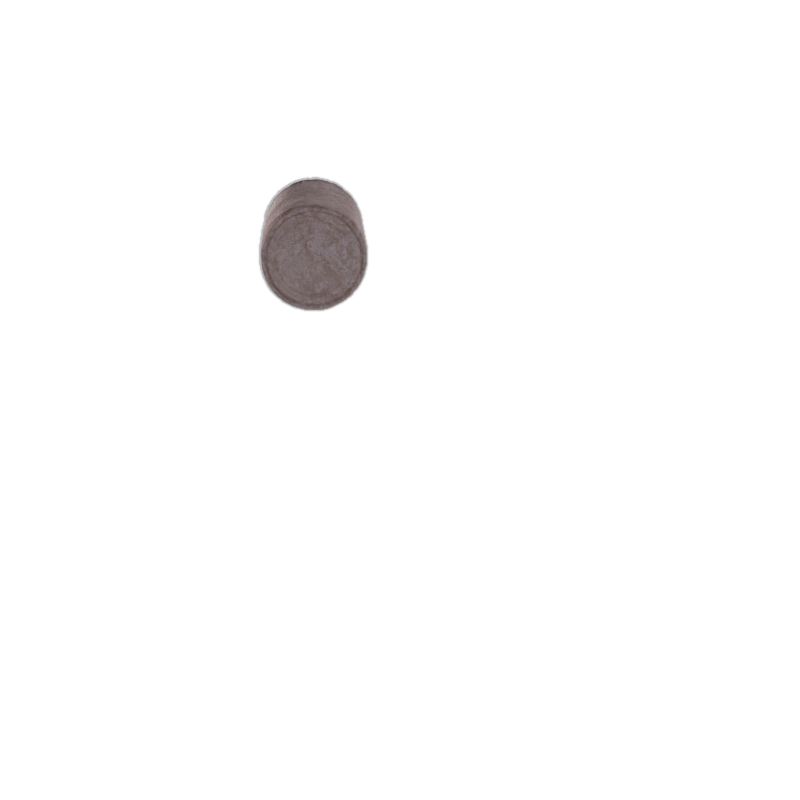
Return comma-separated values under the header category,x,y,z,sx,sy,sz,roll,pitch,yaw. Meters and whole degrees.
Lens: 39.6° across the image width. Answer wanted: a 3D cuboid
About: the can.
category,x,y,z,sx,sy,sz,roll,pitch,yaw
can,-0.056,-0.103,0.720,0.068,0.066,0.106,0,17,-3
